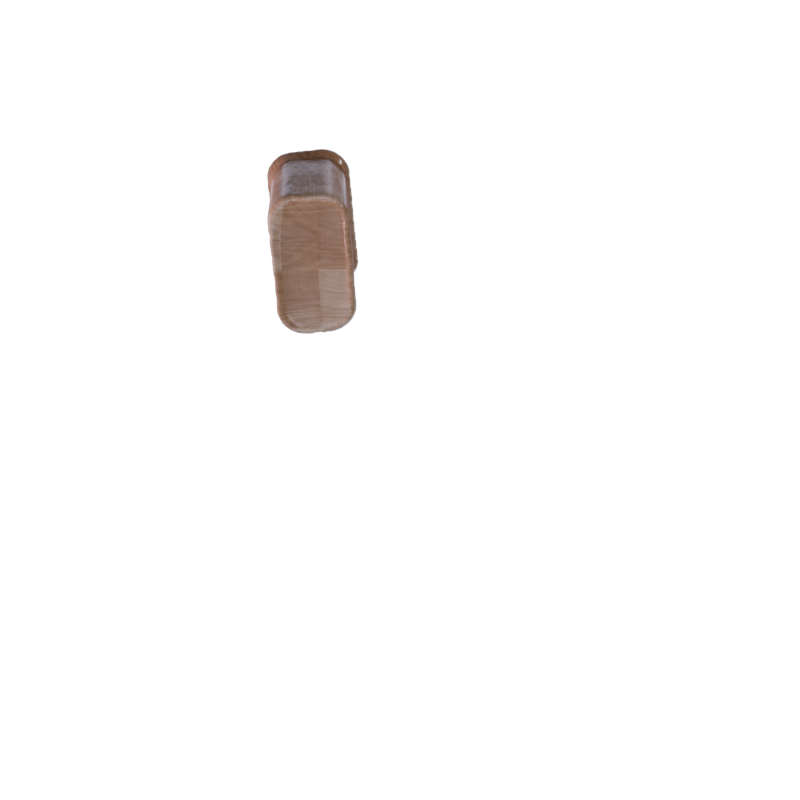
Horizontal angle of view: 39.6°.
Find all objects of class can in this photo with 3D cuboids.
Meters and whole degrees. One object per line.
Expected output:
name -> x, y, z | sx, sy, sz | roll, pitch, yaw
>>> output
can -> -0.058, -0.106, 0.741 | 0.057, 0.096, 0.089 | -5, 26, 0
